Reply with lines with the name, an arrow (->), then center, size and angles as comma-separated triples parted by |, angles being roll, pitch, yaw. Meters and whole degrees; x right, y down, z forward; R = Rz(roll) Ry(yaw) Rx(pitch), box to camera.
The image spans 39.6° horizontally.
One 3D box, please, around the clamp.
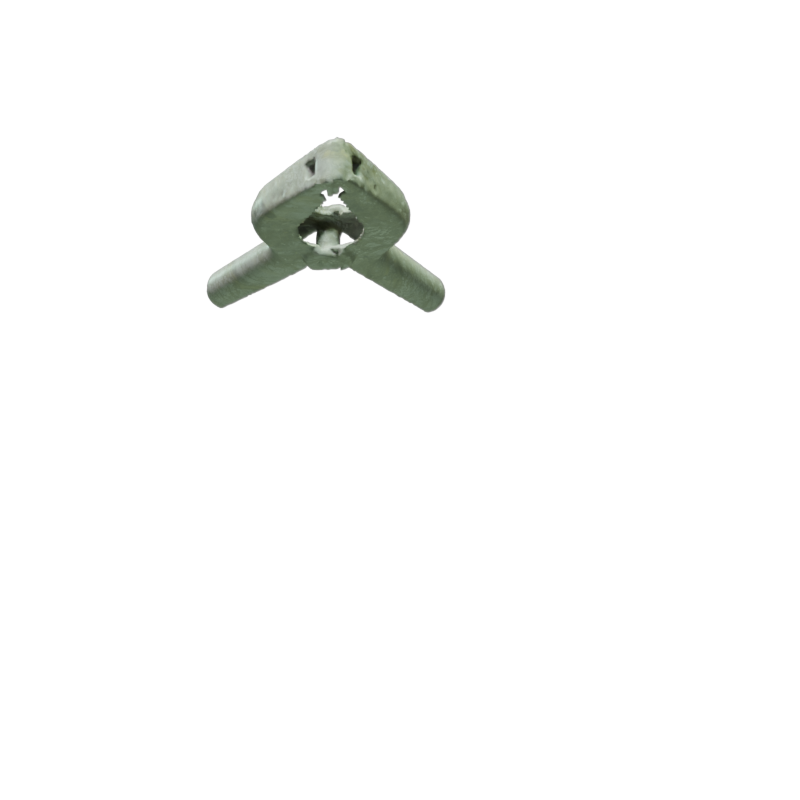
clamp -> -0.054, -0.099, 0.696 | 0.165, 0.038, 0.199 | -1, -18, 3
